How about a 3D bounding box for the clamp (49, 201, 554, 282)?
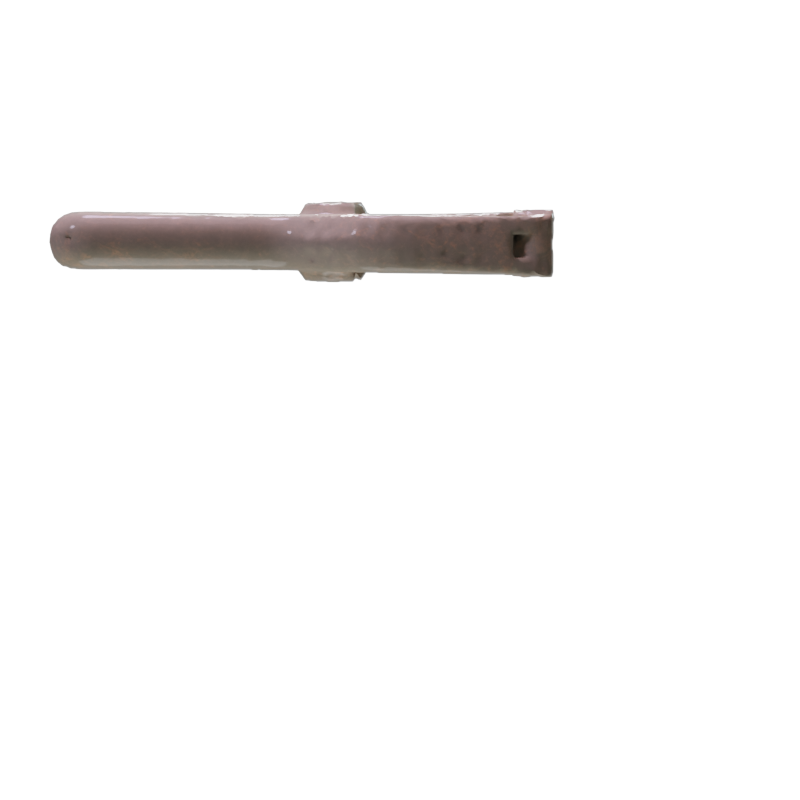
[{"bbox_3d":[-0.039,-0.072,0.503,0.217,0.036,0.161,5,11,26],"label":"clamp"}]
